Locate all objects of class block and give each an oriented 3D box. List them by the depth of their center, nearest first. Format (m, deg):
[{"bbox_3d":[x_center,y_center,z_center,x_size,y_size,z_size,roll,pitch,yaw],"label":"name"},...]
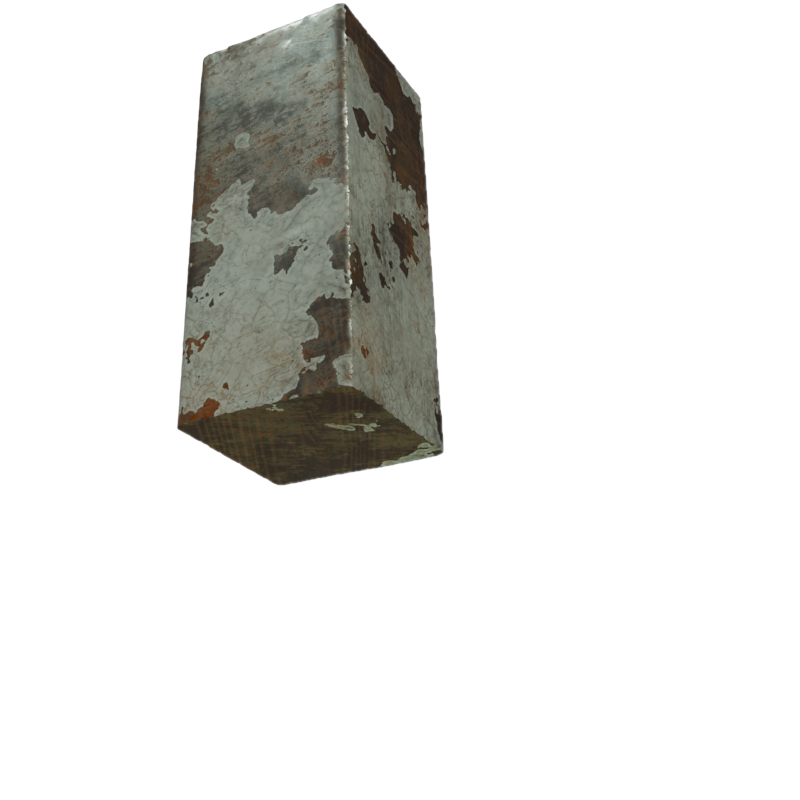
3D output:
[{"bbox_3d":[-0.043,-0.077,0.541,0.091,0.219,0.084,-16,-32,23],"label":"block"}]
